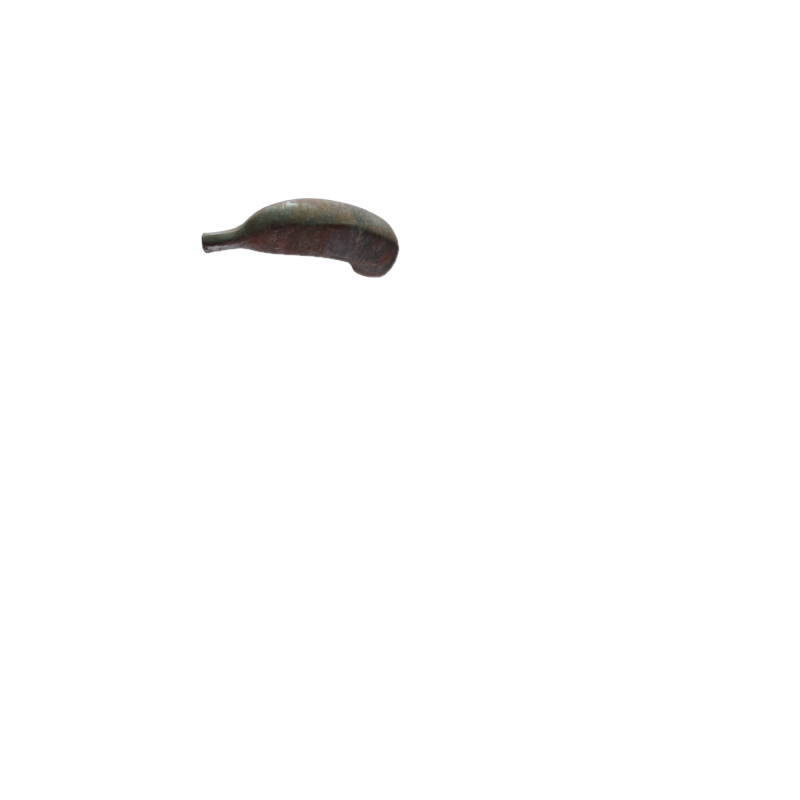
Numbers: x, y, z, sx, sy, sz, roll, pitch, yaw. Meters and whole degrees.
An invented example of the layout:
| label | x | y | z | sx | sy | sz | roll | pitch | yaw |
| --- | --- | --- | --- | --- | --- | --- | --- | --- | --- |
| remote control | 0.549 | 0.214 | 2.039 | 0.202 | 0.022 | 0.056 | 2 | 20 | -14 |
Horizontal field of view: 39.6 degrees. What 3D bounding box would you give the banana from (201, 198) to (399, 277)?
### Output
| label | x | y | z | sx | sy | sz | roll | pitch | yaw |
| --- | --- | --- | --- | --- | --- | --- | --- | --- | --- |
| banana | -0.043 | -0.104 | 0.715 | 0.072 | 0.037 | 0.189 | -1 | -1 | 30 |
